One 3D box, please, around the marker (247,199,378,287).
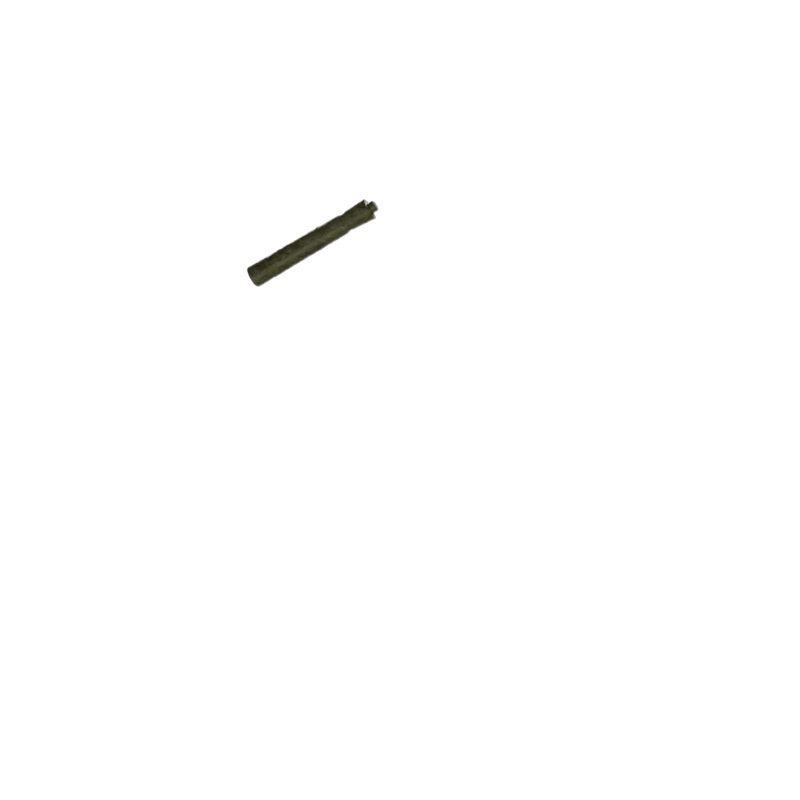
[{"bbox_3d":[-0.072,-0.131,0.916,0.121,0.020,0.020,-29,-2,12],"label":"marker"}]
